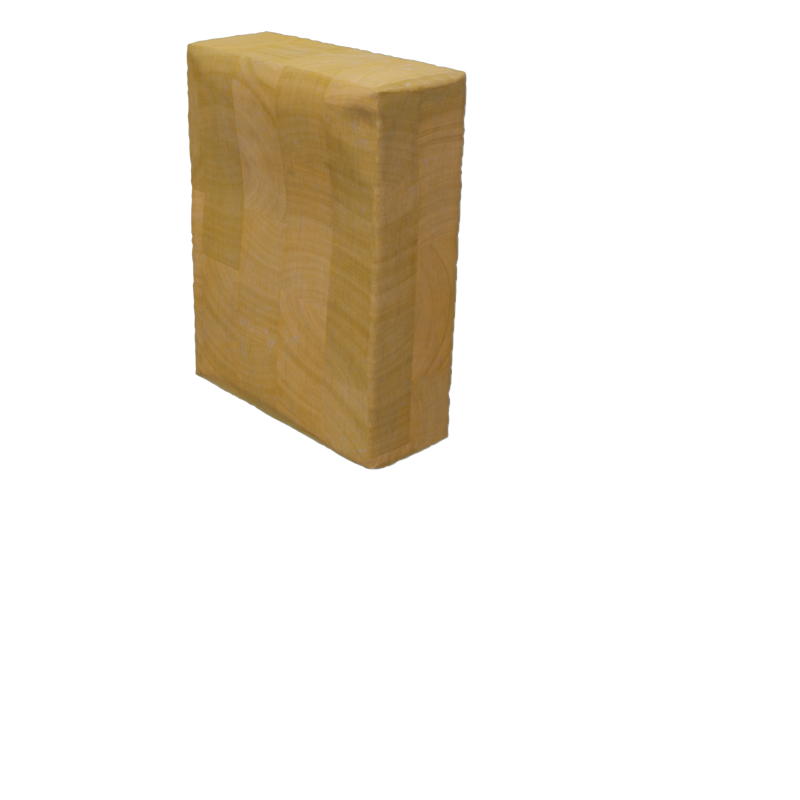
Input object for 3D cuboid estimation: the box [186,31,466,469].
[{"bbox_3d":[-0.049,-0.090,0.632,0.071,0.204,0.175,-18,30,-40],"label":"box"}]
